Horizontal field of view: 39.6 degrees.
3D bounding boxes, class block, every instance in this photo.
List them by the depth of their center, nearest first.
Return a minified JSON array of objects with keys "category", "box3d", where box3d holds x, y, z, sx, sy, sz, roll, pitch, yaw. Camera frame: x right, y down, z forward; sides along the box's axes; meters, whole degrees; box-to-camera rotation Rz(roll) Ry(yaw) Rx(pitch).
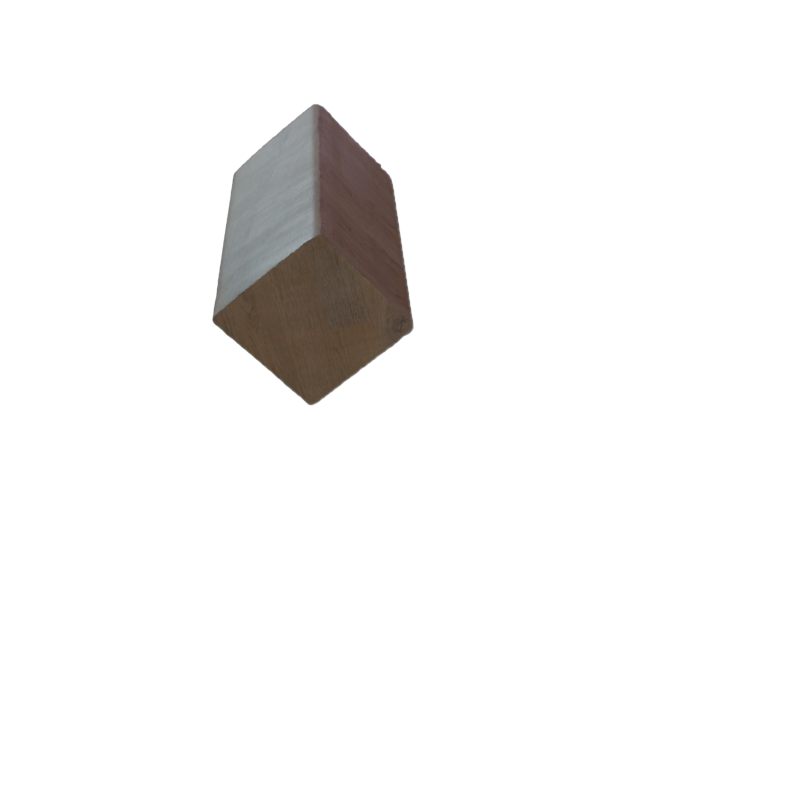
[{"category":"block","box3d":[-0.059,-0.108,0.753,0.089,0.086,0.220,-37,28,19]}]
